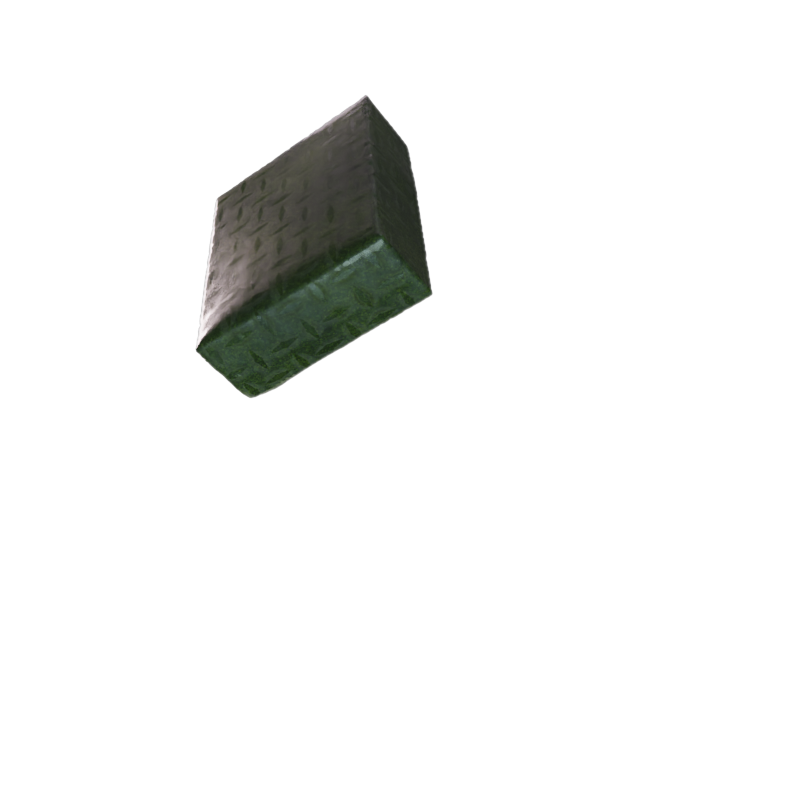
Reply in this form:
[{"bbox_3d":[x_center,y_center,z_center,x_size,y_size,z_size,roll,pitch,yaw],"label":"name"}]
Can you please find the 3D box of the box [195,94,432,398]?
[{"bbox_3d":[-0.067,-0.122,0.855,0.164,0.067,0.229,-30,34,19],"label":"box"}]
